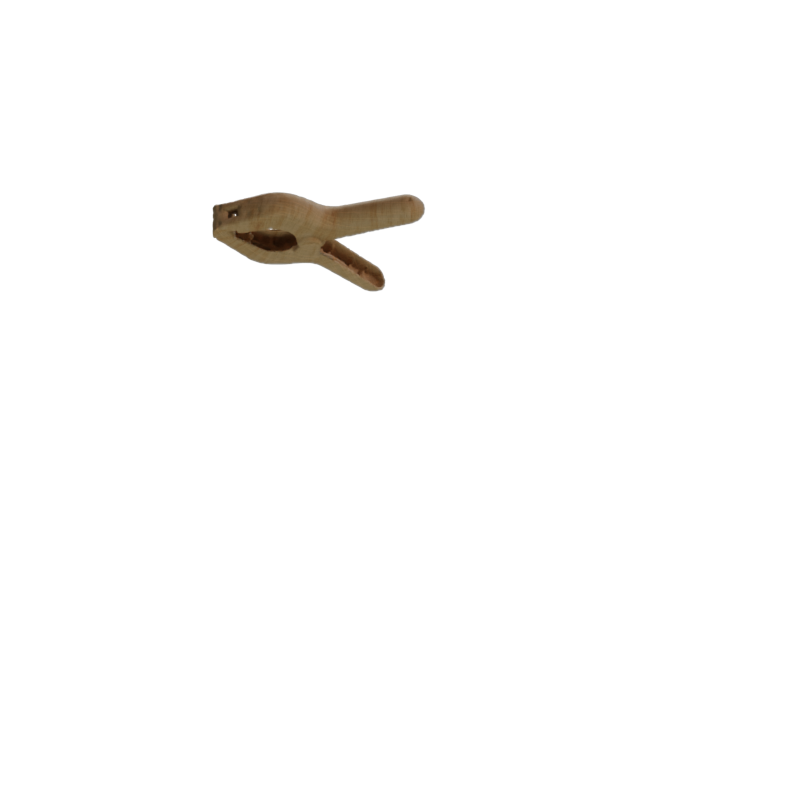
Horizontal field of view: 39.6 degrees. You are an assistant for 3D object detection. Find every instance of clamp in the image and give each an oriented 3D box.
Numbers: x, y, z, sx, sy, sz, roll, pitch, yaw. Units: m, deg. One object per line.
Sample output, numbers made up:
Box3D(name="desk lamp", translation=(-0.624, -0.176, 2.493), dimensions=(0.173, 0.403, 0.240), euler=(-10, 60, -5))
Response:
Box3D(name="clamp", translation=(-0.073, -0.133, 0.932), dimensions=(0.170, 0.042, 0.113), euler=(4, -39, -5))
